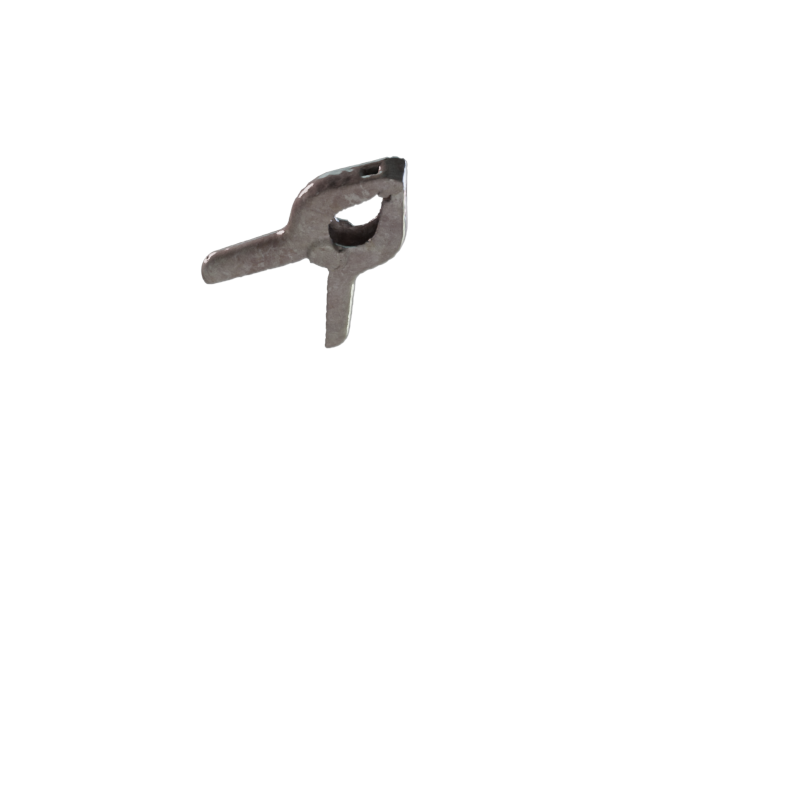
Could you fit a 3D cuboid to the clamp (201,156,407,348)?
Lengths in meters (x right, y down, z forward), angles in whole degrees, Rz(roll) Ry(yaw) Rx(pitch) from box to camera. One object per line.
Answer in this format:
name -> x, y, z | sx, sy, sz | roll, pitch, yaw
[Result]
clamp -> -0.060, -0.109, 0.762 | 0.116, 0.042, 0.165 | 19, -48, -19
